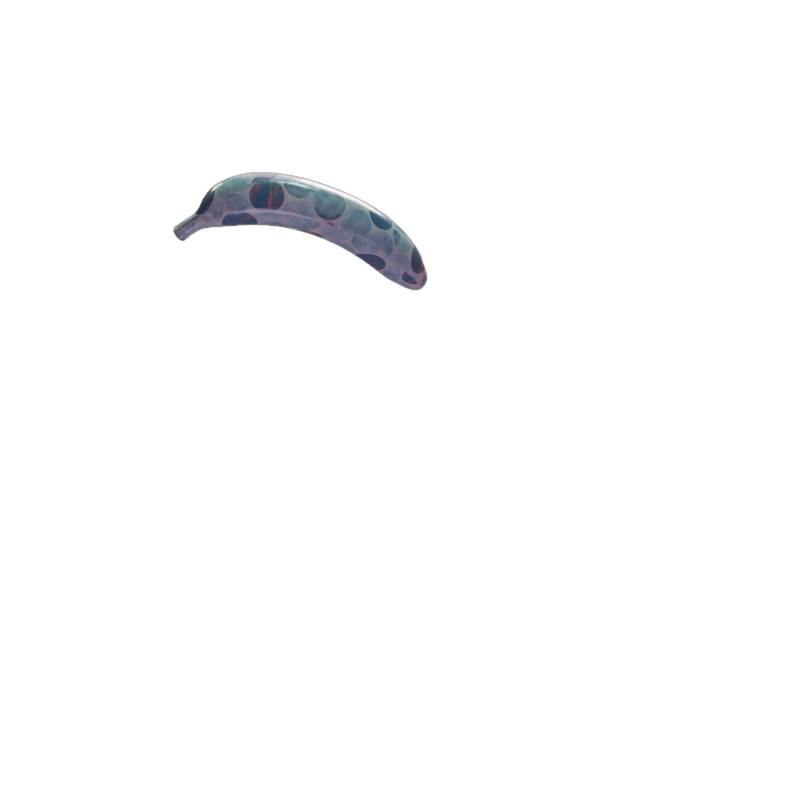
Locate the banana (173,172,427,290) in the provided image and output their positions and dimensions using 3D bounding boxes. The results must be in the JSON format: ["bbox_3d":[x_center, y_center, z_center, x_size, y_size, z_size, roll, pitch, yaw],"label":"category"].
[{"bbox_3d":[-0.060,-0.127,0.803,0.192,0.039,0.067,12,-37,-17],"label":"banana"}]
